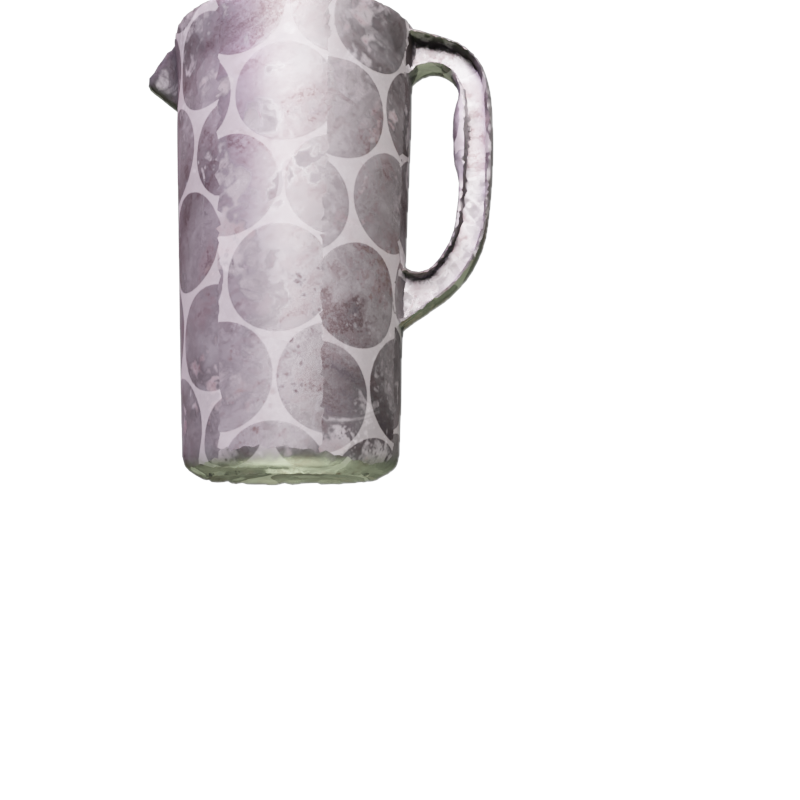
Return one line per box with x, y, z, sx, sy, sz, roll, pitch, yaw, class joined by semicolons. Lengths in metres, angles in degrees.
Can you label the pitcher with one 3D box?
-0.045;-0.083;0.578;0.138;0.252;0.151;9;-16;-35;pitcher
